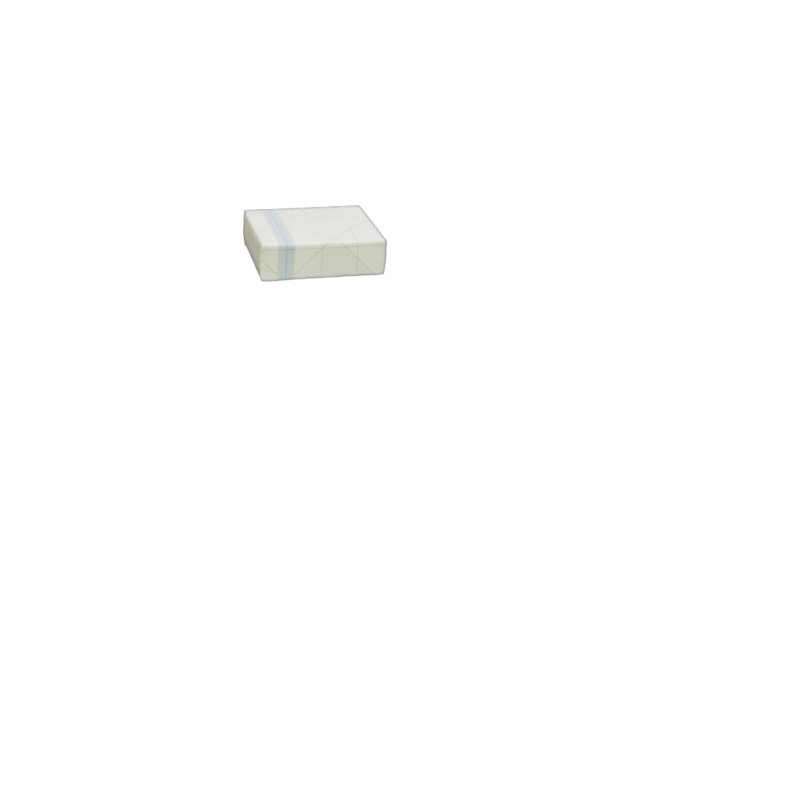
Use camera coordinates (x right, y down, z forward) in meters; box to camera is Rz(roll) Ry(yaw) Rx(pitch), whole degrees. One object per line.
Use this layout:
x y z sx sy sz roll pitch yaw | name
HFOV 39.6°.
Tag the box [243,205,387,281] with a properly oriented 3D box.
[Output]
-0.077 -0.140 0.983 0.112 0.037 0.096 -7 28 -13 | box
